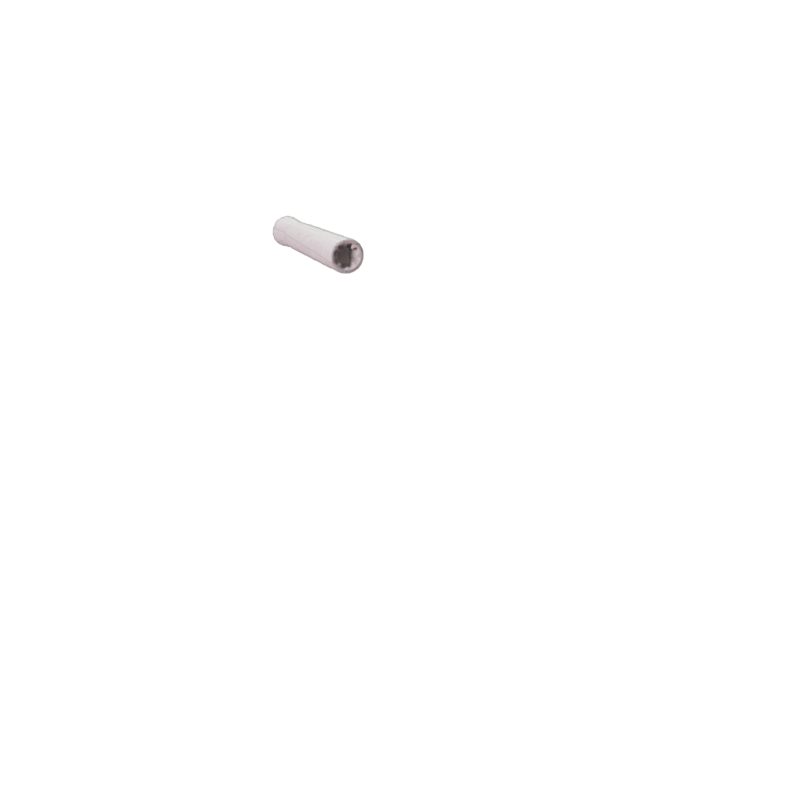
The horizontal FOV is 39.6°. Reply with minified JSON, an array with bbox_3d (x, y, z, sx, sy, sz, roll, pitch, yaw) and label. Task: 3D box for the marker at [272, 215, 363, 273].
[{"bbox_3d":[-0.049,-0.090,0.631,0.019,0.019,0.127,-2,15,-21],"label":"marker"}]
